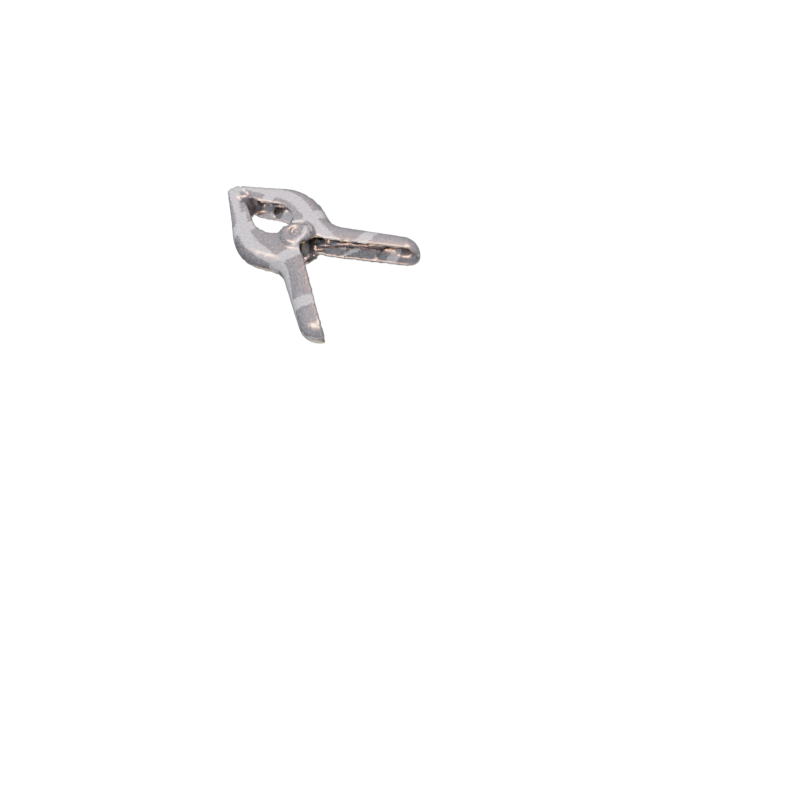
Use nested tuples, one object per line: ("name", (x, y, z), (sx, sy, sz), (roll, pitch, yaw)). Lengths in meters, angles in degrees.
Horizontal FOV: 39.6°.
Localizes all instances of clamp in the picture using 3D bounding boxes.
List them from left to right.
("clamp", (-0.071, -0.129, 0.903), (0.120, 0.036, 0.184), (-29, 56, -22))
